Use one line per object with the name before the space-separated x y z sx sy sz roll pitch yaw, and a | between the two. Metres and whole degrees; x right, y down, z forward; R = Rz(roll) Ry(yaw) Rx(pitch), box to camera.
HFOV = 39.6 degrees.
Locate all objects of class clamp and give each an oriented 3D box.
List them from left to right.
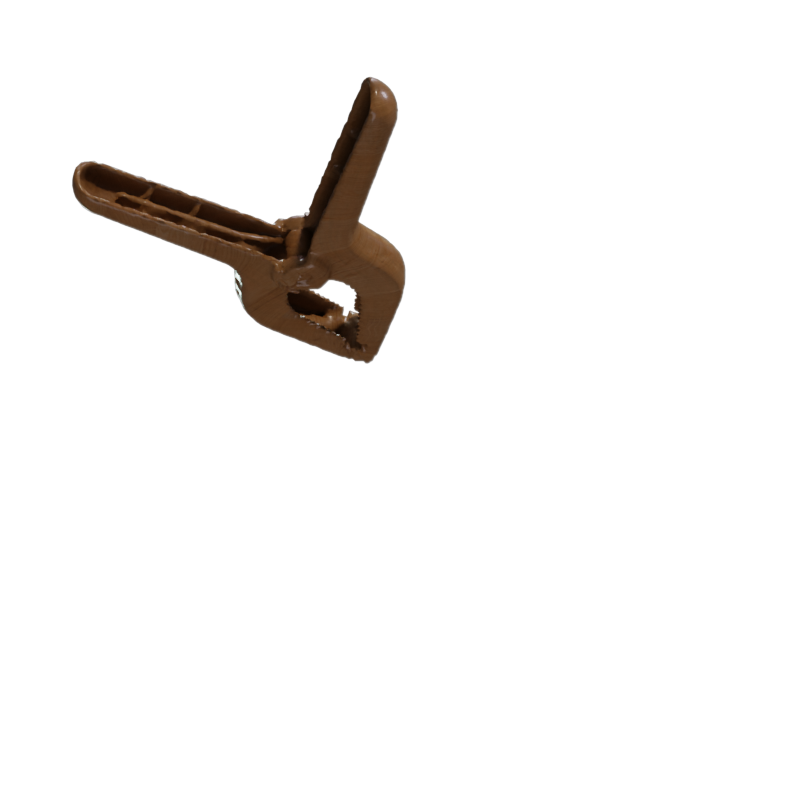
clamp | -0.046 -0.083 0.582 0.166 0.039 0.194 -15 -34 23
